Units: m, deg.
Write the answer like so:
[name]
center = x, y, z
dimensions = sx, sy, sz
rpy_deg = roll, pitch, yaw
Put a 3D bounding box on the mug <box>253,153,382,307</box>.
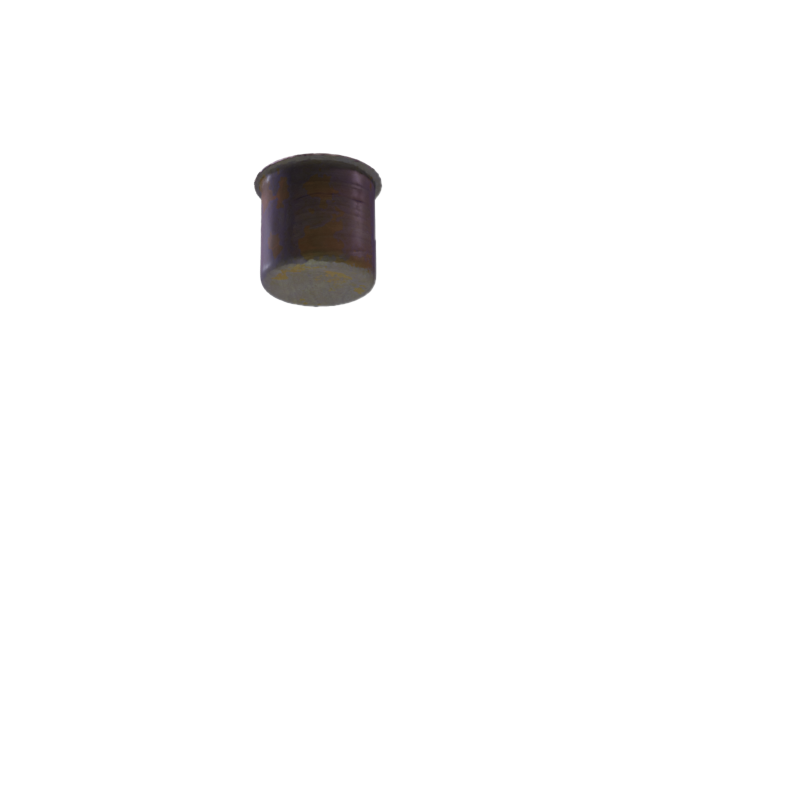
[mug]
center = -0.062, -0.114, 0.798
dimensions = 0.091, 0.086, 0.114
rpy_deg = 7, -22, -19
